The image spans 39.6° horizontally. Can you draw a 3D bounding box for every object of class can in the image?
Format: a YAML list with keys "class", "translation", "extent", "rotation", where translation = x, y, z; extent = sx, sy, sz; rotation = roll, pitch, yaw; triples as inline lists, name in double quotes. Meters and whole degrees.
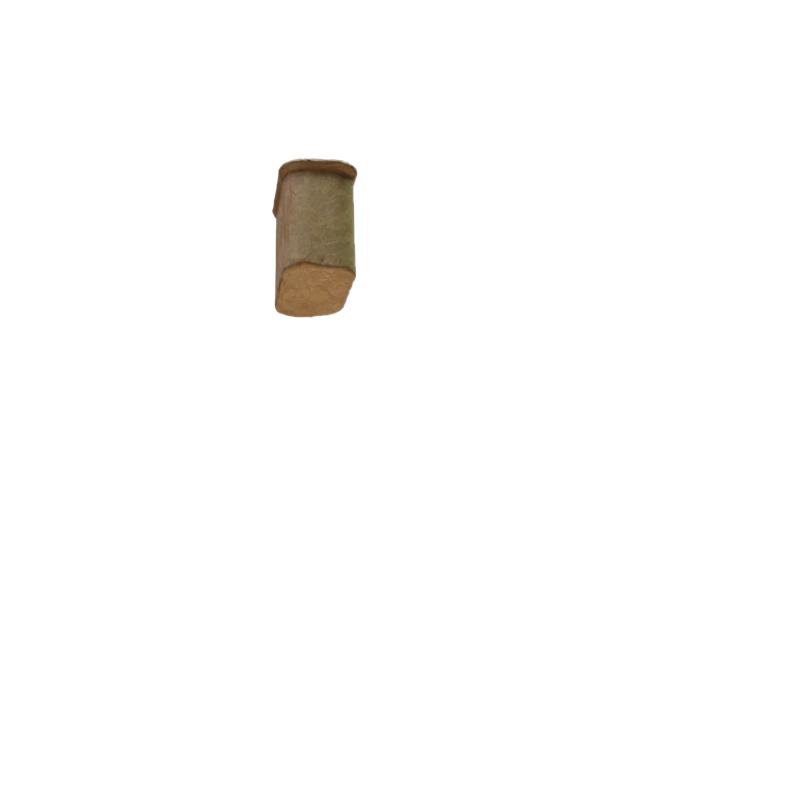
- class: "can"
  translation: [-0.064, -0.116, 0.812]
  extent: [0.057, 0.088, 0.098]
  rotation: [2, -21, -9]
